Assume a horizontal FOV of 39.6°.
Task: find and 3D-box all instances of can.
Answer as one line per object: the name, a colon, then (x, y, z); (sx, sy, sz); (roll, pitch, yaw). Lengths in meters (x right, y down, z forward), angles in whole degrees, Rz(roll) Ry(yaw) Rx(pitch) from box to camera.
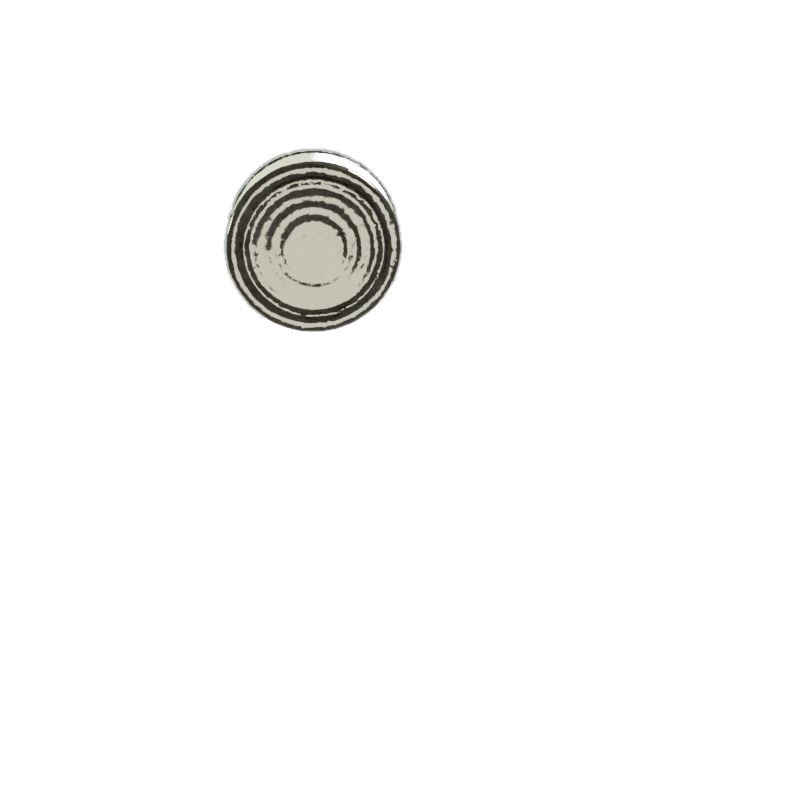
can: (-0.043, -0.078, 0.543); (0.086, 0.083, 0.035); (0, 15, -1)
